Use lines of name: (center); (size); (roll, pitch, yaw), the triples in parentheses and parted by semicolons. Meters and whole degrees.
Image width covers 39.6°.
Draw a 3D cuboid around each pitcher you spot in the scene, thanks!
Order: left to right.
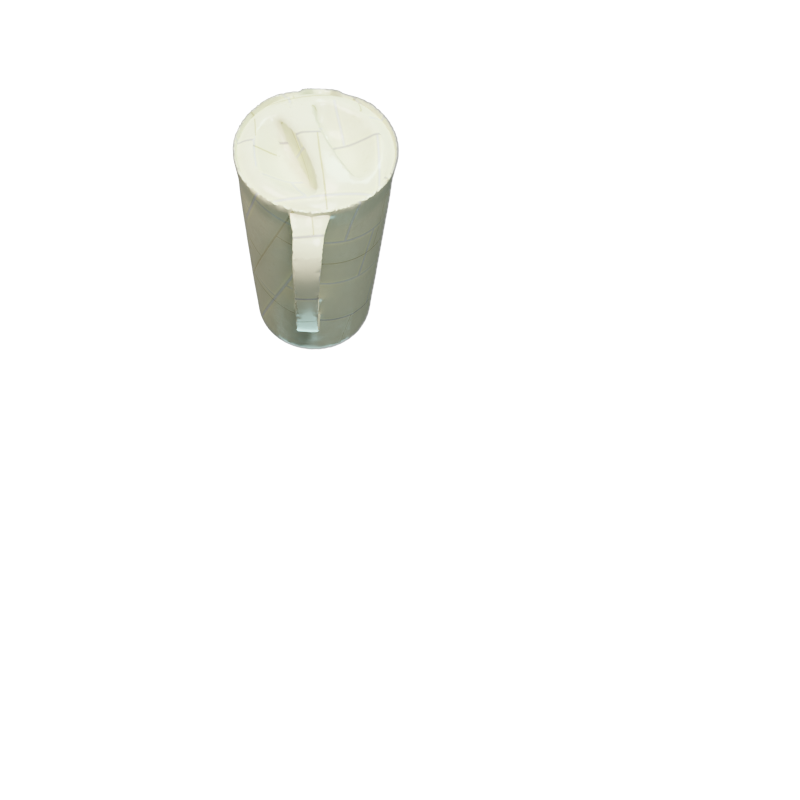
pitcher: (-0.076, -0.139, 0.975); (0.150, 0.153, 0.228); (-38, -23, -23)
